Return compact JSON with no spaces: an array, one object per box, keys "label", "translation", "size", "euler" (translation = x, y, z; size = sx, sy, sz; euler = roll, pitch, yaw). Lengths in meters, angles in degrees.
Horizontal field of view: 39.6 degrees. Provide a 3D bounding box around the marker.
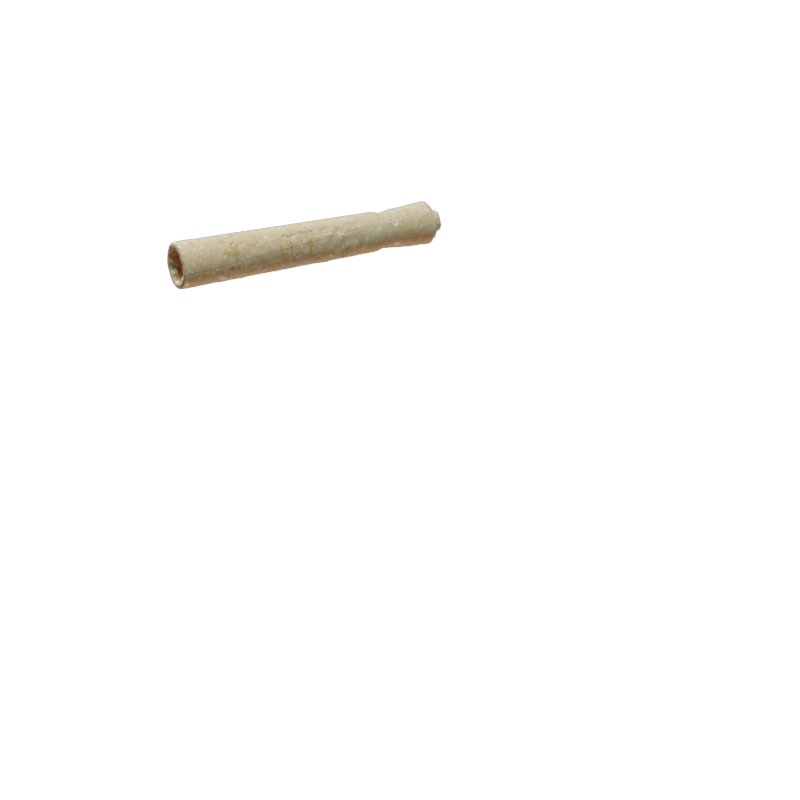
[{"label":"marker","translation":[-0.035,-0.065,0.453],"size":[0.119,0.019,0.020],"euler":[-14,10,-27]}]
